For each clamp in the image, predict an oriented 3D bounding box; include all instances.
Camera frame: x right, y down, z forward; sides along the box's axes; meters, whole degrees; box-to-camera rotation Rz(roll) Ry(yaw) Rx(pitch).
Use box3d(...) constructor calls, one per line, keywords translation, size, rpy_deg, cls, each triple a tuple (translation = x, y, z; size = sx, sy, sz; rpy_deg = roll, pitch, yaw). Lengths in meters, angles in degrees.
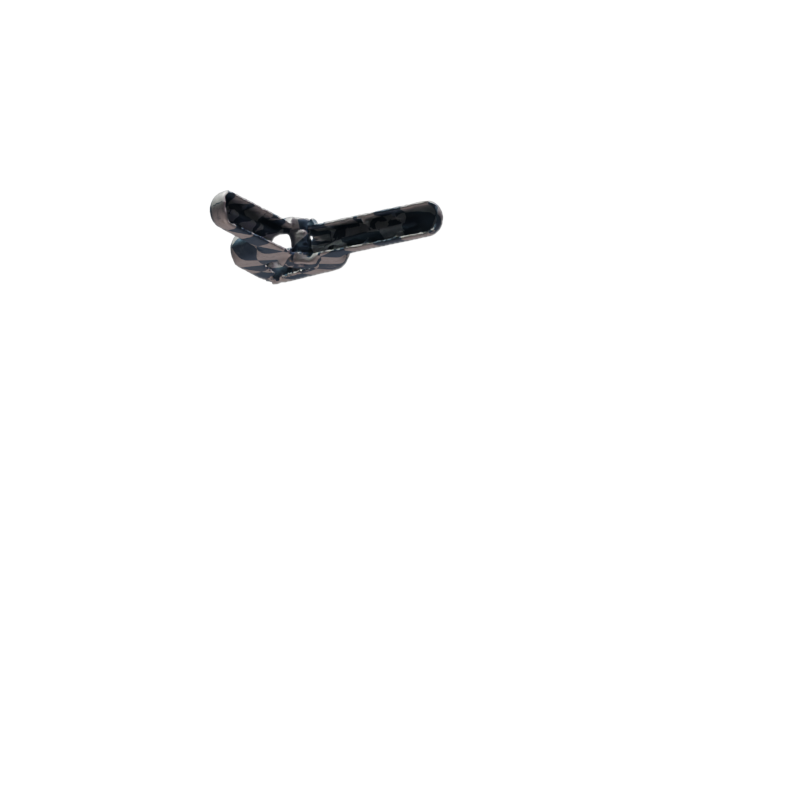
box3d(translation=(-0.066, -0.121, 0.847), size=(0.162, 0.037, 0.208), rpy_deg=(1, -5, -10), cls="clamp")
